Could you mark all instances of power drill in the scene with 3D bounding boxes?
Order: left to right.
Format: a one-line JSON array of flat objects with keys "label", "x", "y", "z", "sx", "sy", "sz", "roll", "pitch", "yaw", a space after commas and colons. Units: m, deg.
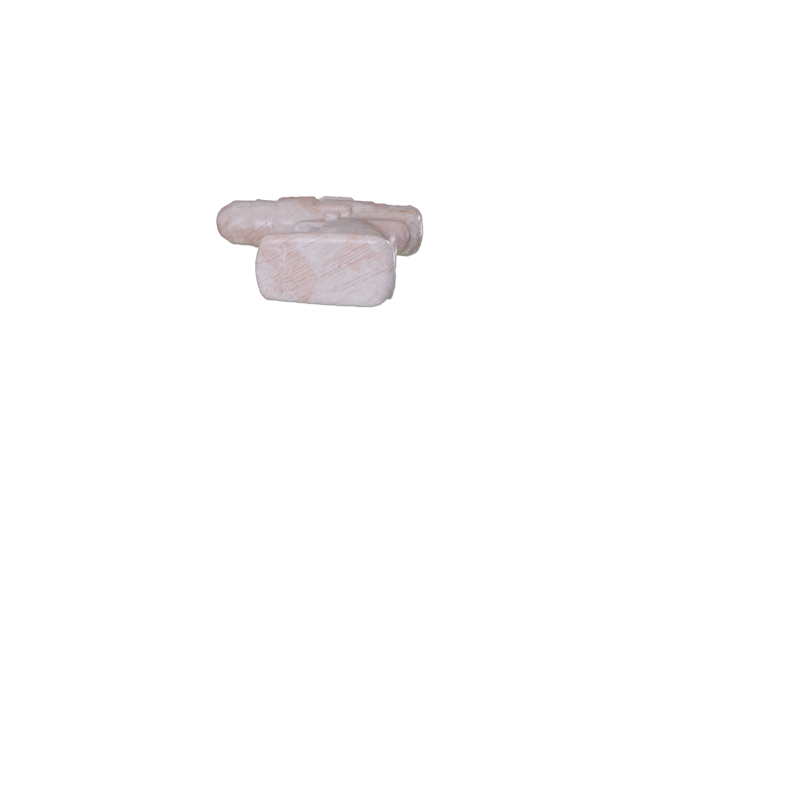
[{"label": "power drill", "x": -0.072, "y": -0.131, "z": 0.920, "sx": 0.185, "sy": 0.055, "sz": 0.195, "roll": 1, "pitch": 21, "yaw": 2}]
